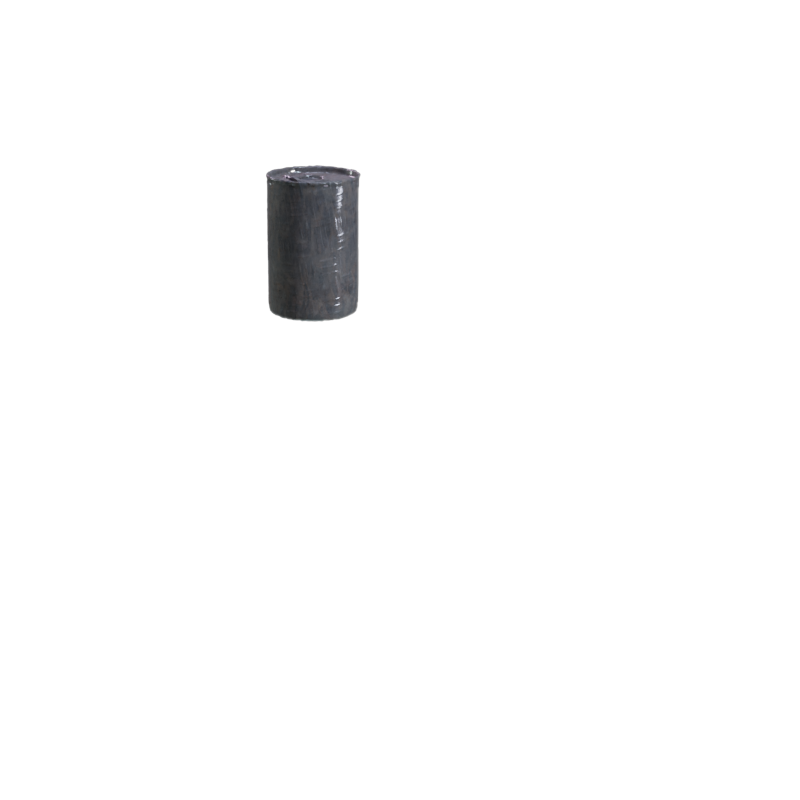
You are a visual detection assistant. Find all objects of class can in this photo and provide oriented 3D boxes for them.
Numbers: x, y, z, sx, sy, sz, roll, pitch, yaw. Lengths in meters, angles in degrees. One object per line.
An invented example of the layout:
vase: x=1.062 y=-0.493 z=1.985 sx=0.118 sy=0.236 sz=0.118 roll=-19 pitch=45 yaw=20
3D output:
can: x=-0.063 y=-0.116 z=0.809 sx=0.068 sy=0.099 sz=0.071 roll=0 pitch=17 yaw=-2
